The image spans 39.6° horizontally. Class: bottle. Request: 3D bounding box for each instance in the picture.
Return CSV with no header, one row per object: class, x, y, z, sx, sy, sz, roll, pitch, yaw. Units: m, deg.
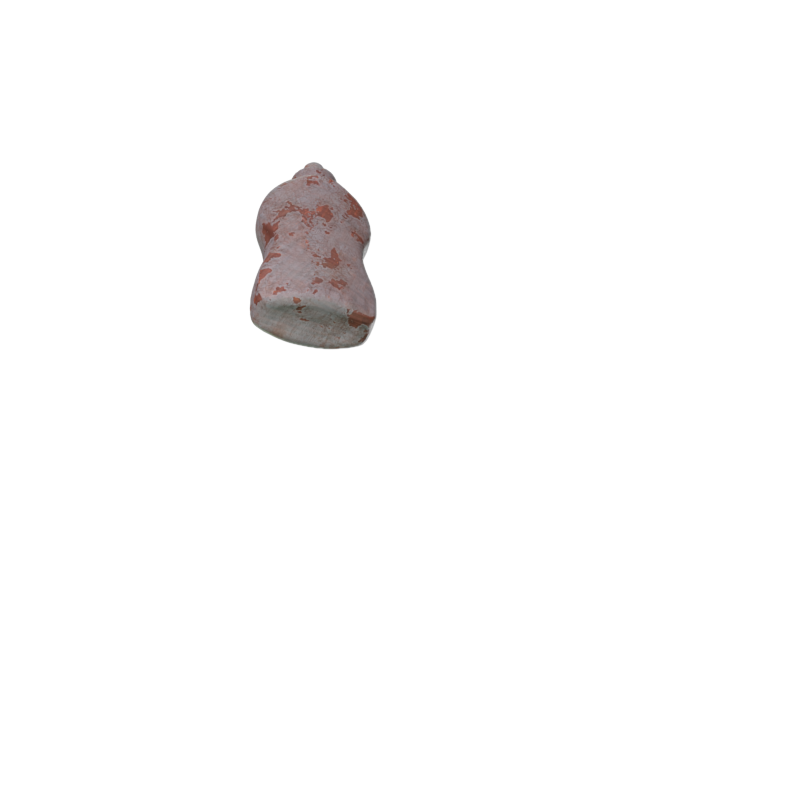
bottle,-0.071,-0.131,0.913,0.094,0.206,0.055,8,-46,-12
